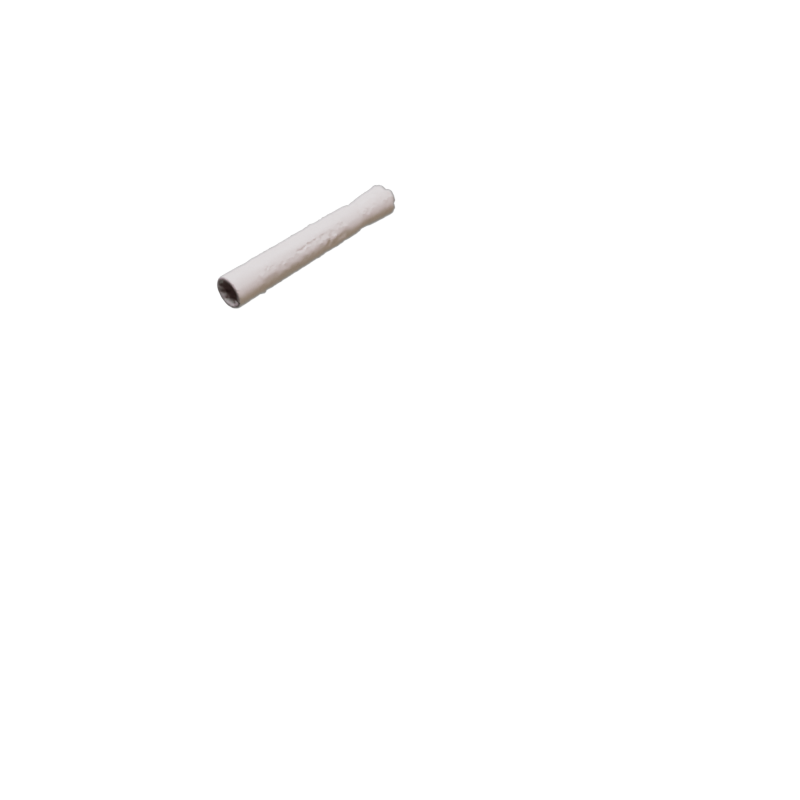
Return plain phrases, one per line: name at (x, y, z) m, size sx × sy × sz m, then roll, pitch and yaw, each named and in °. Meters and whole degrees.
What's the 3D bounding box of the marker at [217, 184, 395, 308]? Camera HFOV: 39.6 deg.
marker at (-0.047, -0.085, 0.597) m, size 0.122 × 0.019 × 0.021 m, roll -37°, pitch 25°, yaw -33°
